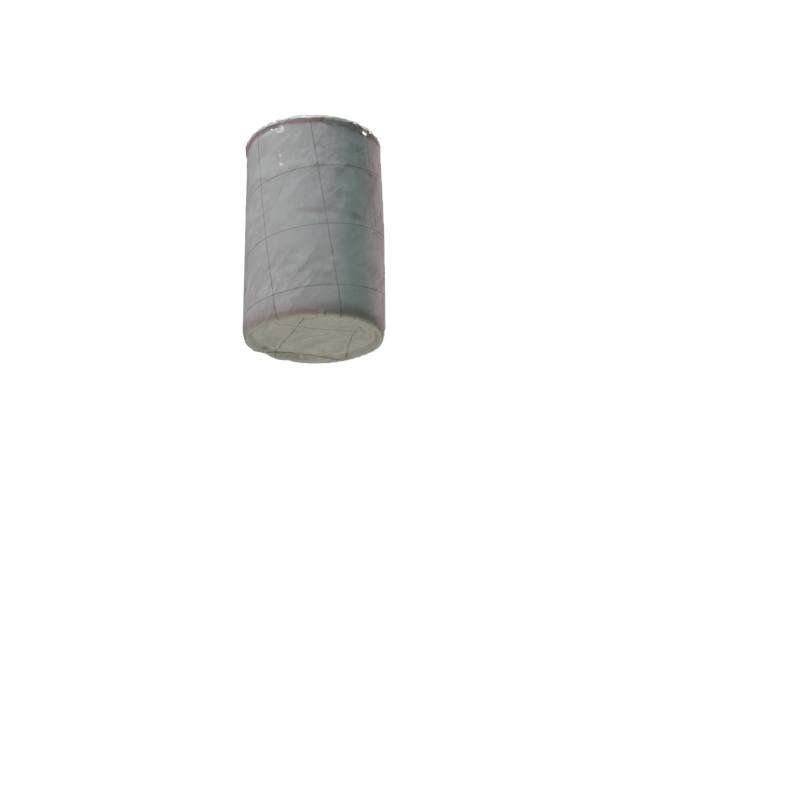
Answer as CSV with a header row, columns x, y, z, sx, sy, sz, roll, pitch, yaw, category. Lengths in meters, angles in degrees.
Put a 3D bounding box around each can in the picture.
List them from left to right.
x,y,z,sx,sy,sz,roll,pitch,yaw,category
-0.042,-0.076,0.534,0.068,0.108,0.065,0,-22,-2,can
